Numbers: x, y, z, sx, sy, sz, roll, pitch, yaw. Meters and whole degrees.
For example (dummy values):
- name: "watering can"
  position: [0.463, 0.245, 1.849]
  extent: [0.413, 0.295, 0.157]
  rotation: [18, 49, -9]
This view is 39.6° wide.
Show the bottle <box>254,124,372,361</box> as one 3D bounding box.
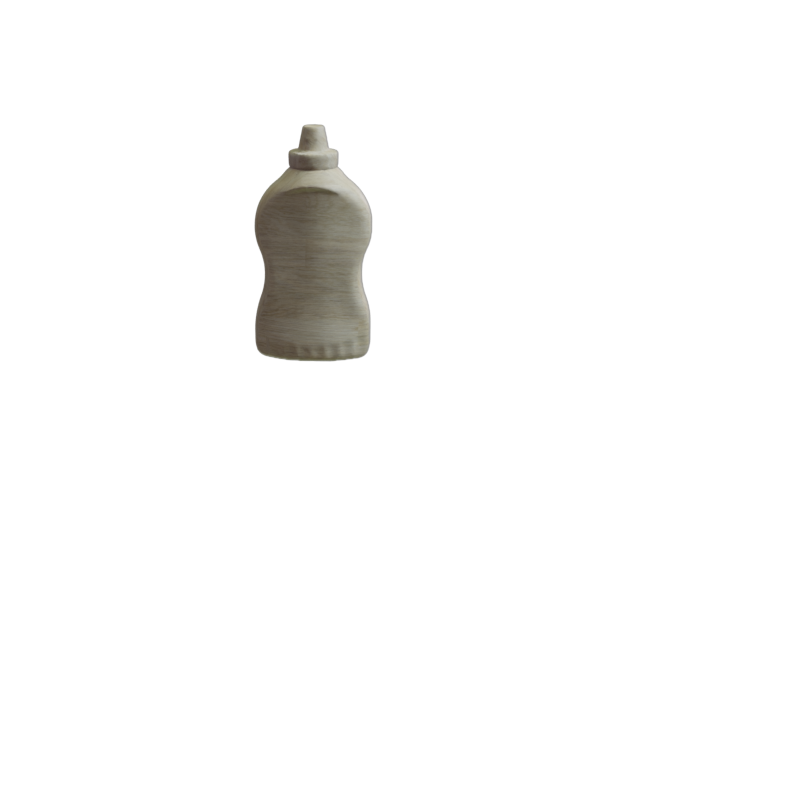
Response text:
- name: "bottle"
  position: [-0.071, -0.130, 0.911]
  extent: [0.097, 0.185, 0.060]
  rotation: [2, 15, 4]
